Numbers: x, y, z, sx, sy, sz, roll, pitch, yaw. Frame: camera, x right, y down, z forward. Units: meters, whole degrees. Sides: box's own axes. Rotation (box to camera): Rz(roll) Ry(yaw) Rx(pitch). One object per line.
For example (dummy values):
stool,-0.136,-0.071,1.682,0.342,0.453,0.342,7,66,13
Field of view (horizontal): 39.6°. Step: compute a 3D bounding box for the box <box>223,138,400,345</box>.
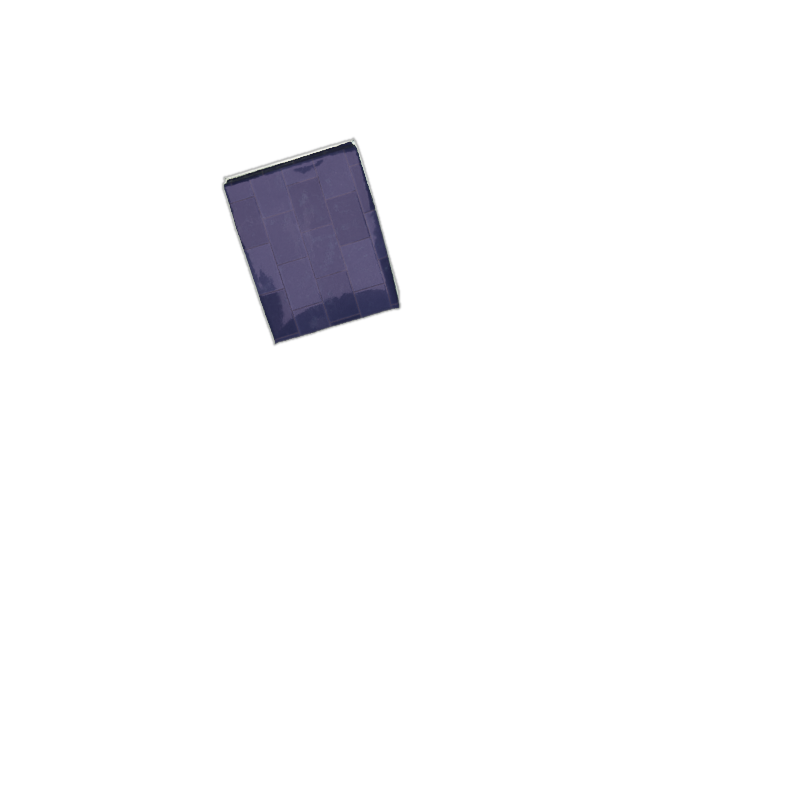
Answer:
box,-0.056,-0.102,0.716,0.090,0.110,0.040,-16,11,2
